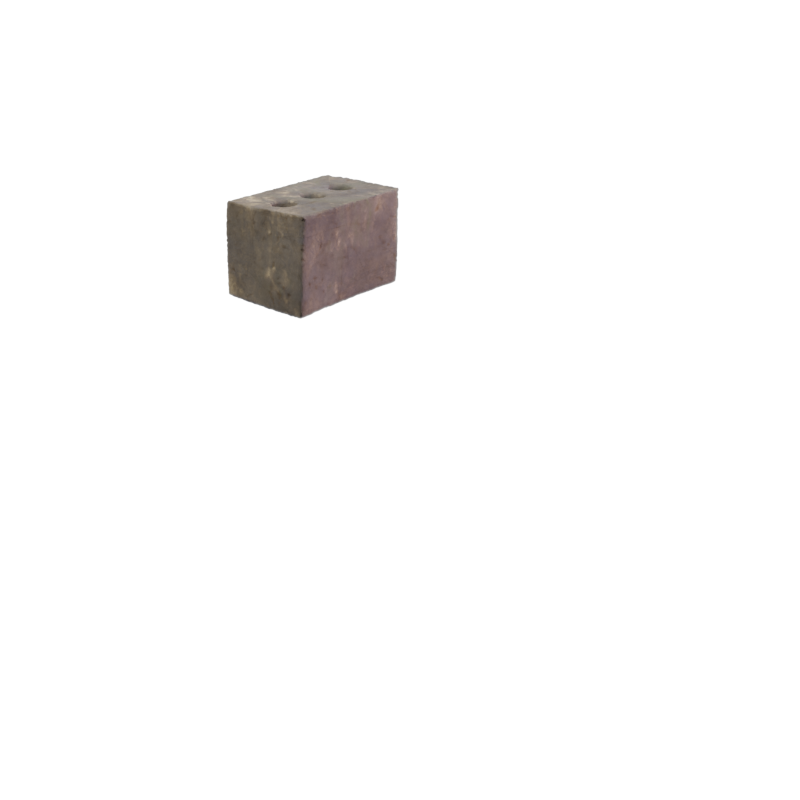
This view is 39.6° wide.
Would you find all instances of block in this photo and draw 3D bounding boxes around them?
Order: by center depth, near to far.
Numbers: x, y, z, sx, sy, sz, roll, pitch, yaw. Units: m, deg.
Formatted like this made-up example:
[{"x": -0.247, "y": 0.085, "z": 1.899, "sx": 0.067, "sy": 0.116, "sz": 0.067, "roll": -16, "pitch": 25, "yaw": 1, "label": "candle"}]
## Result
[{"x": -0.045, "y": -0.081, "z": 0.568, "sx": 0.056, "sy": 0.049, "sz": 0.077, "roll": 16, "pitch": 27, "yaw": 35, "label": "block"}]
